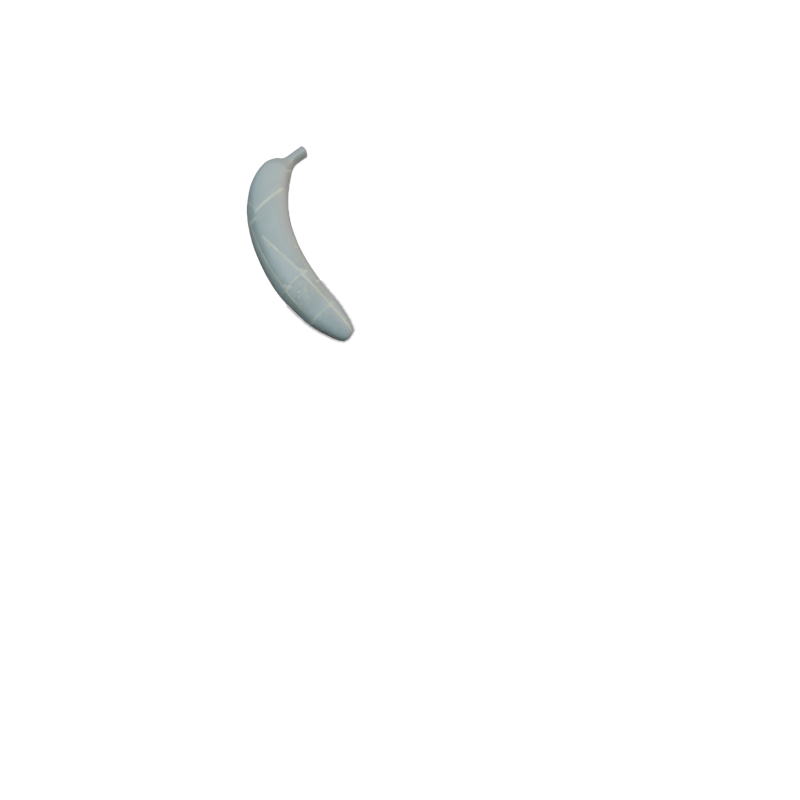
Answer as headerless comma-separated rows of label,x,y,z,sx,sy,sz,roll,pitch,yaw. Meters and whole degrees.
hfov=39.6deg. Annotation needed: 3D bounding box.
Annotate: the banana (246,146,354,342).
banana,-0.095,-0.139,0.978,0.069,0.210,0.035,-12,-23,-6
